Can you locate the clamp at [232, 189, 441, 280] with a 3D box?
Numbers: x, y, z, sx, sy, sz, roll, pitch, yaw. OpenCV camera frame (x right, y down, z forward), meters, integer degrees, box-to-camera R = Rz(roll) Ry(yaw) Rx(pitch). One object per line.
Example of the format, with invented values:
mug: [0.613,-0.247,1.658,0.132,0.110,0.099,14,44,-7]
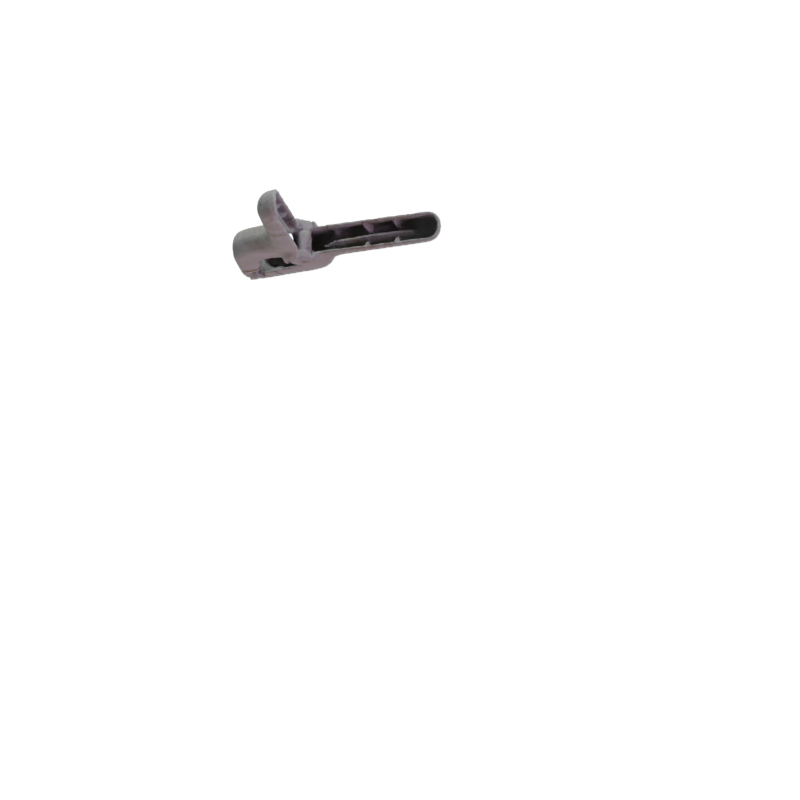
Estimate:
clamp: [-0.075,-0.137,0.963,0.159,0.037,0.211,3,-8,-25]
